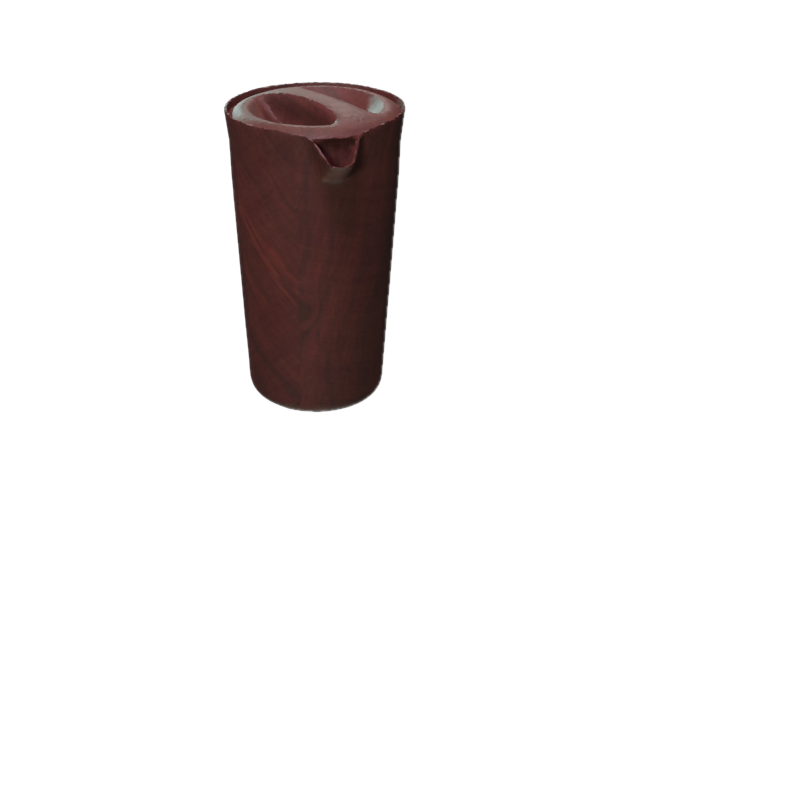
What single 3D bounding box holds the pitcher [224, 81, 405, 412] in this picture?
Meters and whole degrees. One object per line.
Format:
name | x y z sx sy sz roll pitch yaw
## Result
pitcher | -0.068 -0.124 0.870 0.151 0.230 0.151 15 30 25
